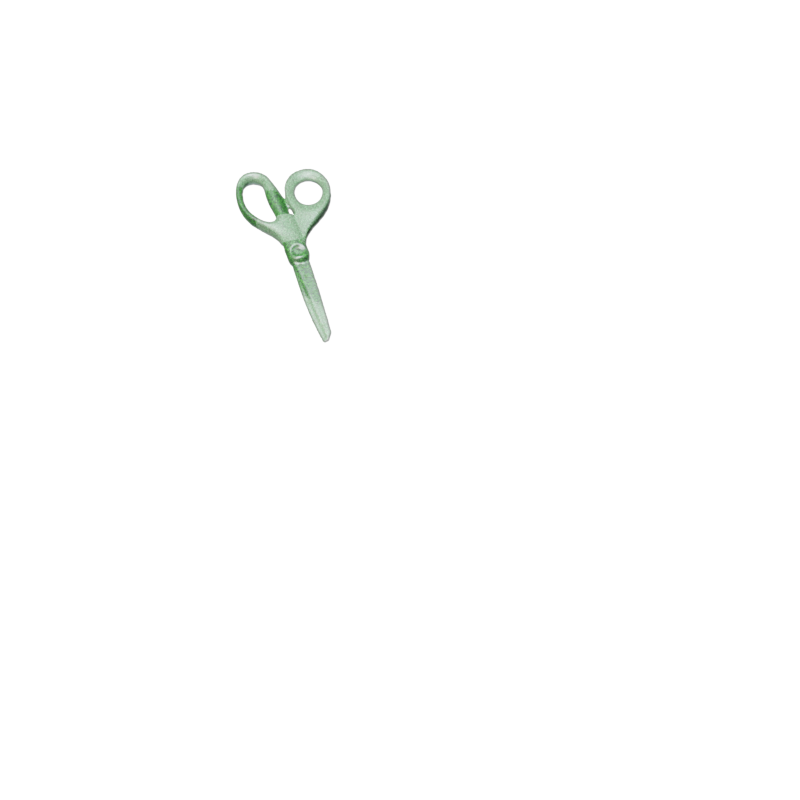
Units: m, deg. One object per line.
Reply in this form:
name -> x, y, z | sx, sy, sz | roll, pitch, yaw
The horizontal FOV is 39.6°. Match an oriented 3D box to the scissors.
scissors -> -0.078, -0.142, 0.994 | 0.096, 0.217, 0.015 | -26, -33, -18
